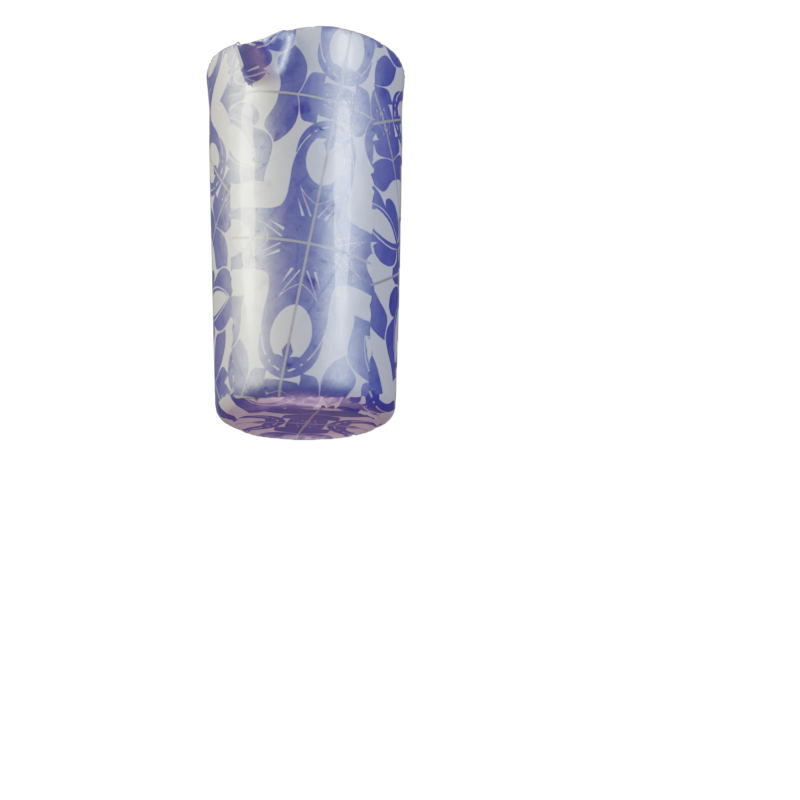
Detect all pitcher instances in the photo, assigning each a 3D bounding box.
[{"bbox_3d":[-0.056,-0.102,0.712,0.144,0.255,0.143,8,-21,-24],"label":"pitcher"}]
